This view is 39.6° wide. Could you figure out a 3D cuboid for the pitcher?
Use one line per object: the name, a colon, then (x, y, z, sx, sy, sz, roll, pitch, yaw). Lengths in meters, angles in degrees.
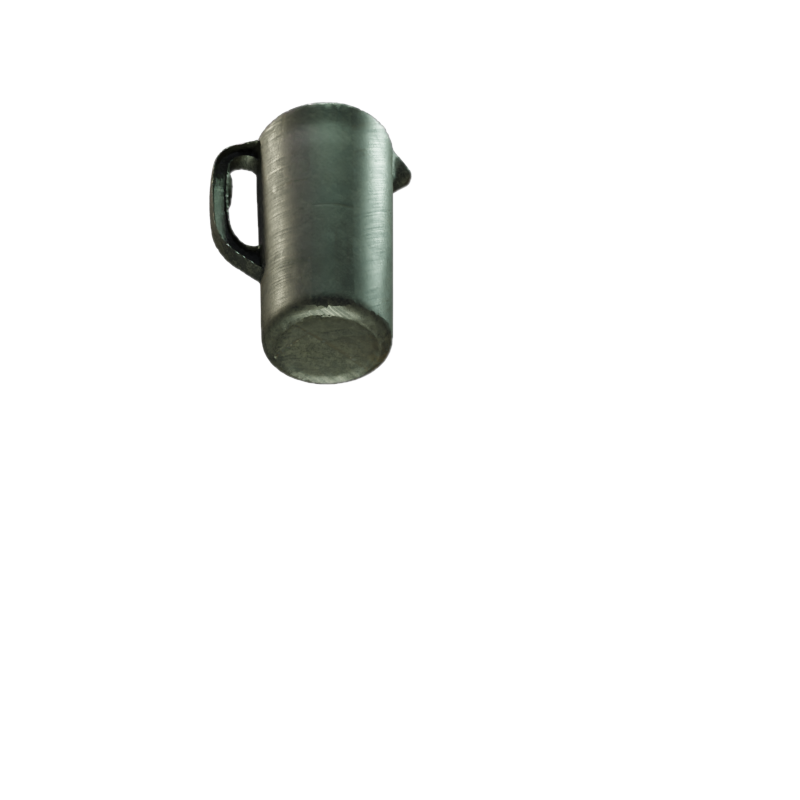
pitcher: (-0.077, -0.140, 0.980, 0.150, 0.261, 0.134, -24, -44, 23)
